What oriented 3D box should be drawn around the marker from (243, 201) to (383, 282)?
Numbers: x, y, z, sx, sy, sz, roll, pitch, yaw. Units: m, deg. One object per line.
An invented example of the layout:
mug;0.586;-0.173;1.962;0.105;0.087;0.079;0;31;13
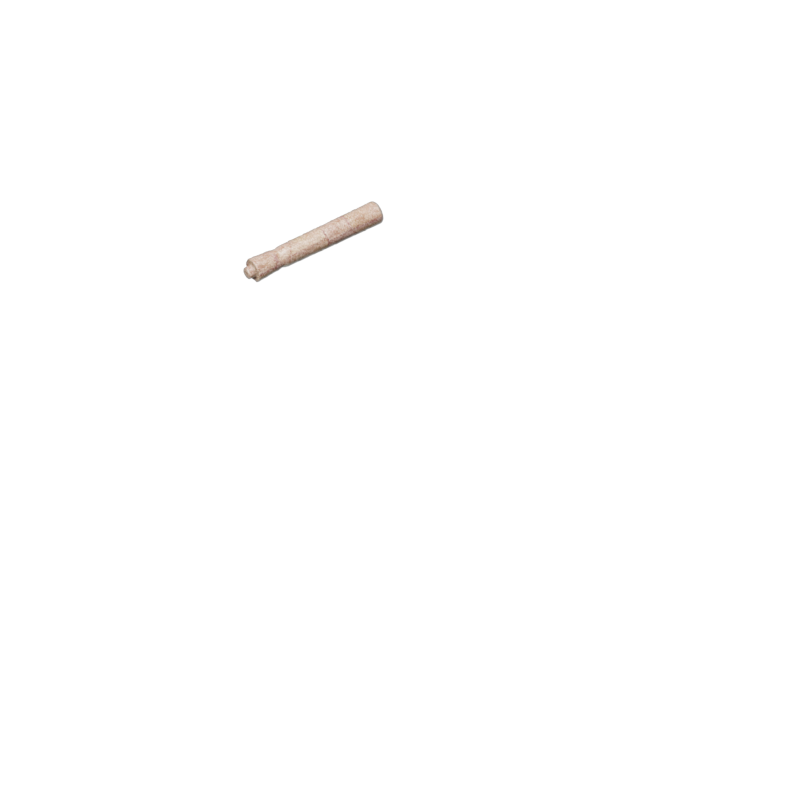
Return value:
marker;-0.066;-0.120;0.843;0.121;0.019;0.020;-29;17;-25
